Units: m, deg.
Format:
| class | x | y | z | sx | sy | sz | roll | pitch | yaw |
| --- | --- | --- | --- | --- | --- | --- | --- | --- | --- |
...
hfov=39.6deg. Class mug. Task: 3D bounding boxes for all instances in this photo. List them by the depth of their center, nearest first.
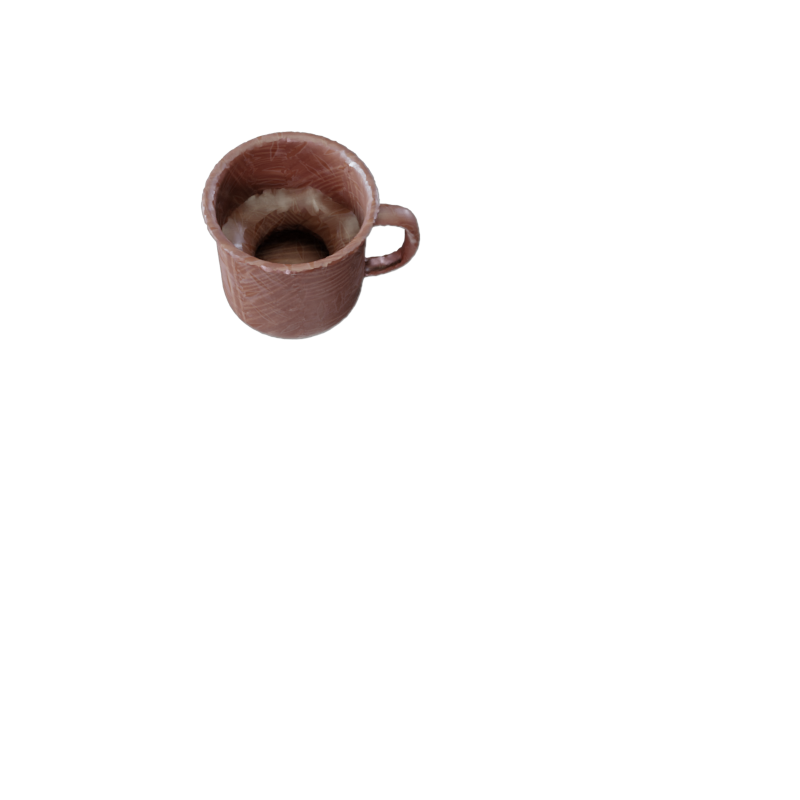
| class | x | y | z | sx | sy | sz | roll | pitch | yaw |
| --- | --- | --- | --- | --- | --- | --- | --- | --- | --- |
| mug | -0.048 | -0.087 | 0.611 | 0.117 | 0.100 | 0.076 | -4 | -32 | -4 |
